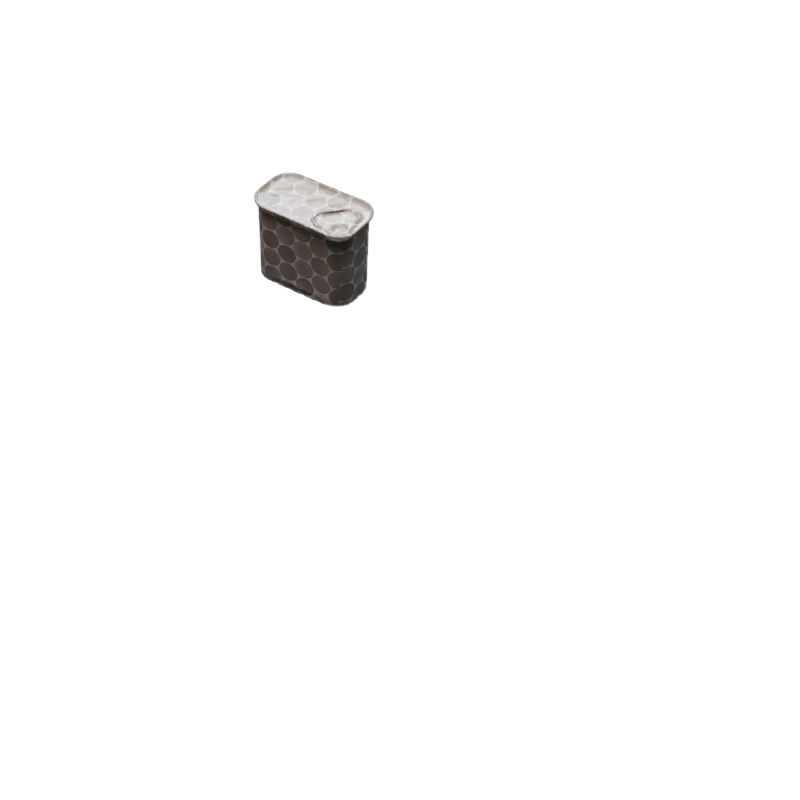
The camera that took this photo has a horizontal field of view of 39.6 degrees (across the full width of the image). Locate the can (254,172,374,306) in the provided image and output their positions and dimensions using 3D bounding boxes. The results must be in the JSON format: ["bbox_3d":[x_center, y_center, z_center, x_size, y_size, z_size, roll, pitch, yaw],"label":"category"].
[{"bbox_3d":[-0.075,-0.137,0.960,0.107,0.078,0.059,26,47,24],"label":"can"}]
